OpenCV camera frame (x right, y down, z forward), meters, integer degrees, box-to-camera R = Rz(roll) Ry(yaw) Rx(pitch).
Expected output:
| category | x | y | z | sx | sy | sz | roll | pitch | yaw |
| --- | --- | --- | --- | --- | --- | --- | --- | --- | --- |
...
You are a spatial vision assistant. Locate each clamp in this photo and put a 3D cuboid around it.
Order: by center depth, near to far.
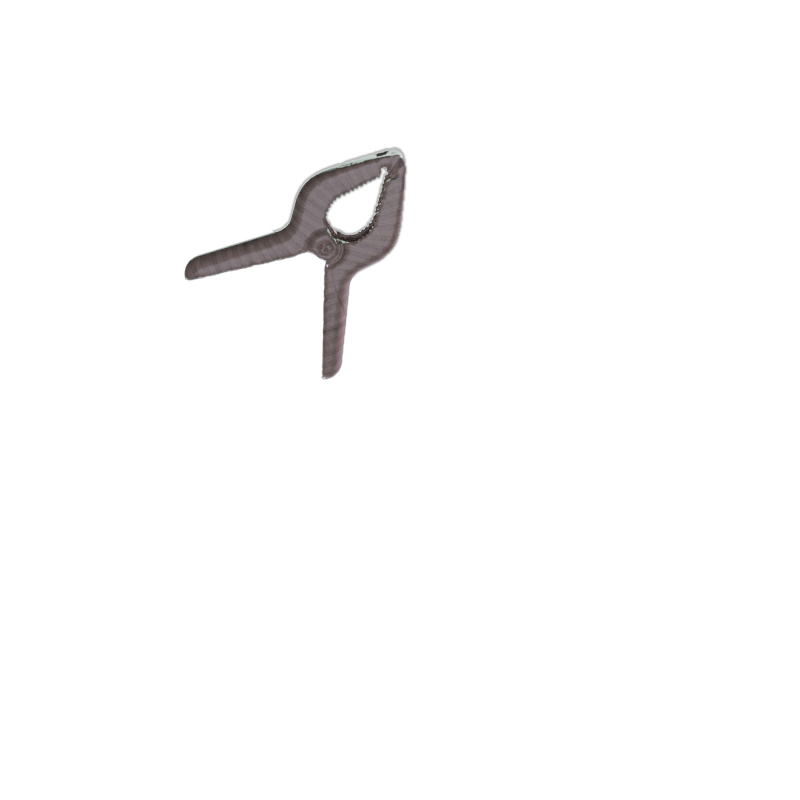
| category | x | y | z | sx | sy | sz | roll | pitch | yaw |
| --- | --- | --- | --- | --- | --- | --- | --- | --- | --- |
| clamp | -0.075 | -0.136 | 0.952 | 0.161 | 0.206 | 0.038 | 31 | 17 | -11 |
